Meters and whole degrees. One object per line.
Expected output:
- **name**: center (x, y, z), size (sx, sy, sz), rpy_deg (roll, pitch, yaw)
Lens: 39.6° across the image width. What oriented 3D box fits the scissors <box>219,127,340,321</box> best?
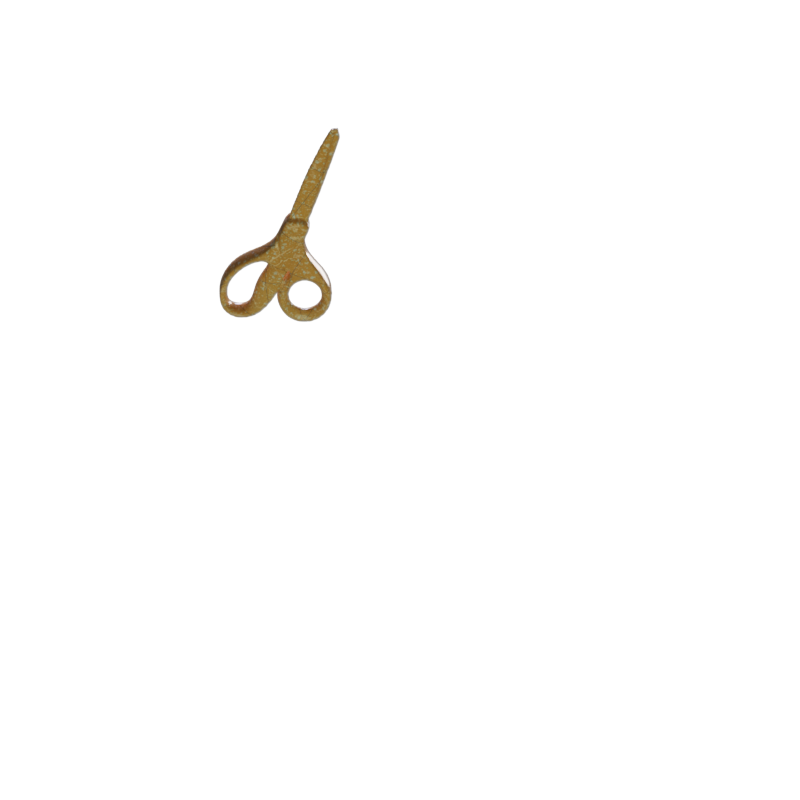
- **scissors**: center (-0.065, -0.118, 0.829), size (0.092, 0.017, 0.197), rpy_deg (24, -46, -27)
